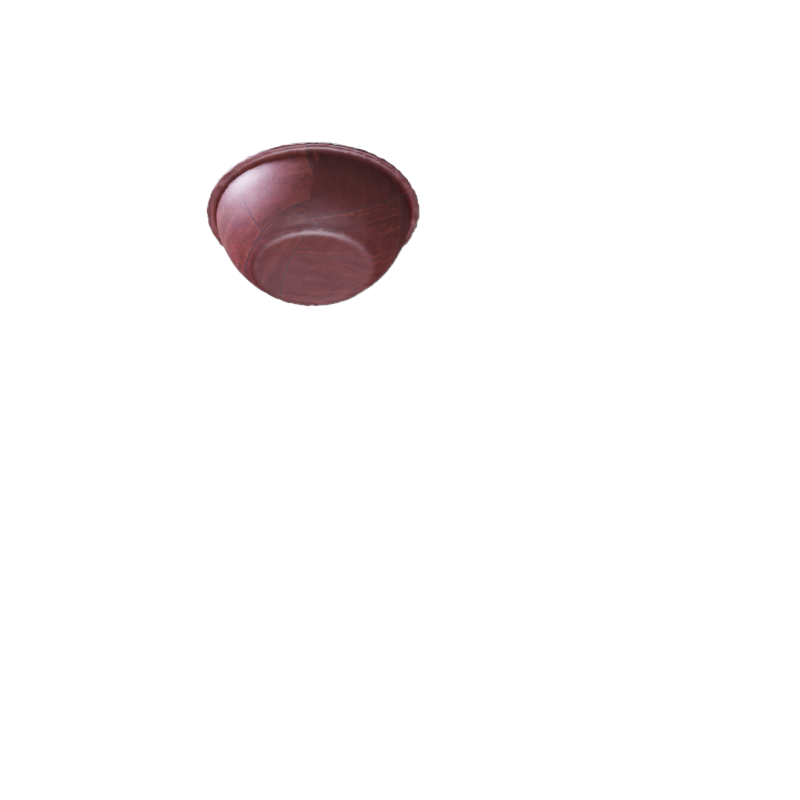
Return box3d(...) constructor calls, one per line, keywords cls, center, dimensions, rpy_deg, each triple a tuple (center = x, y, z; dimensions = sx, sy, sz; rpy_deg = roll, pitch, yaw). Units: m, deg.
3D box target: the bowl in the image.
box3d(cls="bowl", center=(-0.065, -0.118, 0.827), dimensions=(0.162, 0.059, 0.152), rpy_deg=(1, -33, -2))
